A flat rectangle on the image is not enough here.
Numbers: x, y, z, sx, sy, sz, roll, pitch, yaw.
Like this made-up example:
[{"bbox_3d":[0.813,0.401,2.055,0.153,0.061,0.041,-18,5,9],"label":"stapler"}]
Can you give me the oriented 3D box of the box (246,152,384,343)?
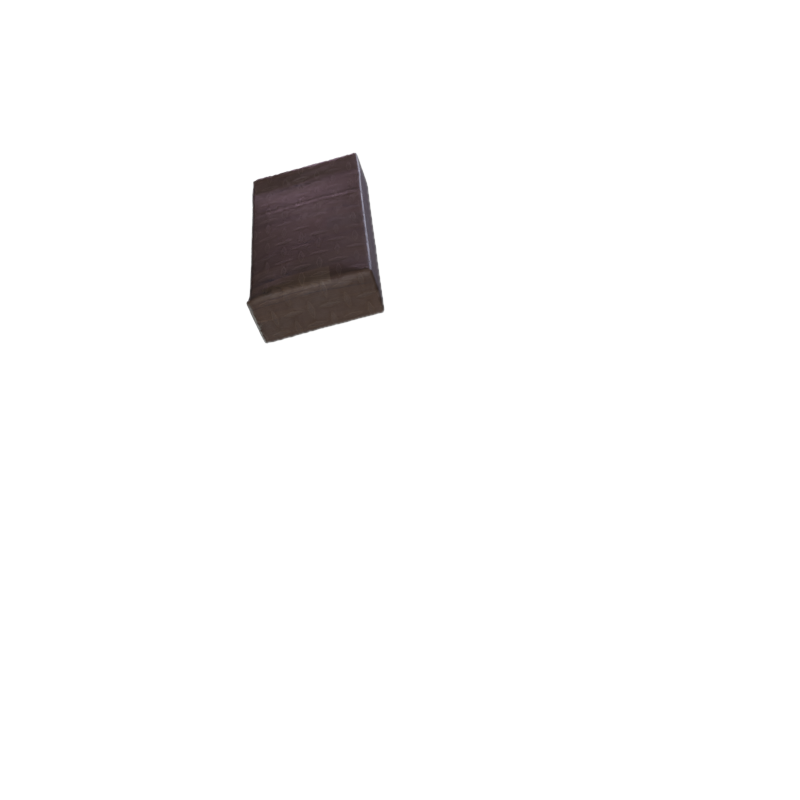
[{"bbox_3d":[-0.066,-0.121,0.852,0.094,0.045,0.188,-15,35,7],"label":"box"}]
